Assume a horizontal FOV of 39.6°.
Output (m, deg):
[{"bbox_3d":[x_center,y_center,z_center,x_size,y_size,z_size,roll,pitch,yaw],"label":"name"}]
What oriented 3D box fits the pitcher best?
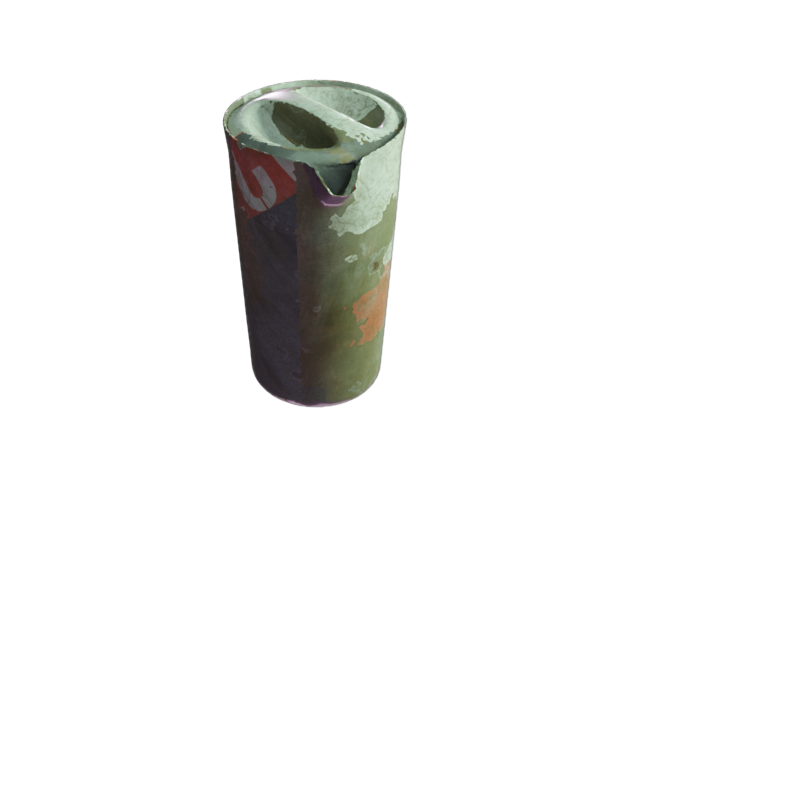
[{"bbox_3d":[-0.068,-0.124,0.872,0.151,0.227,0.153,19,39,22],"label":"pitcher"}]
